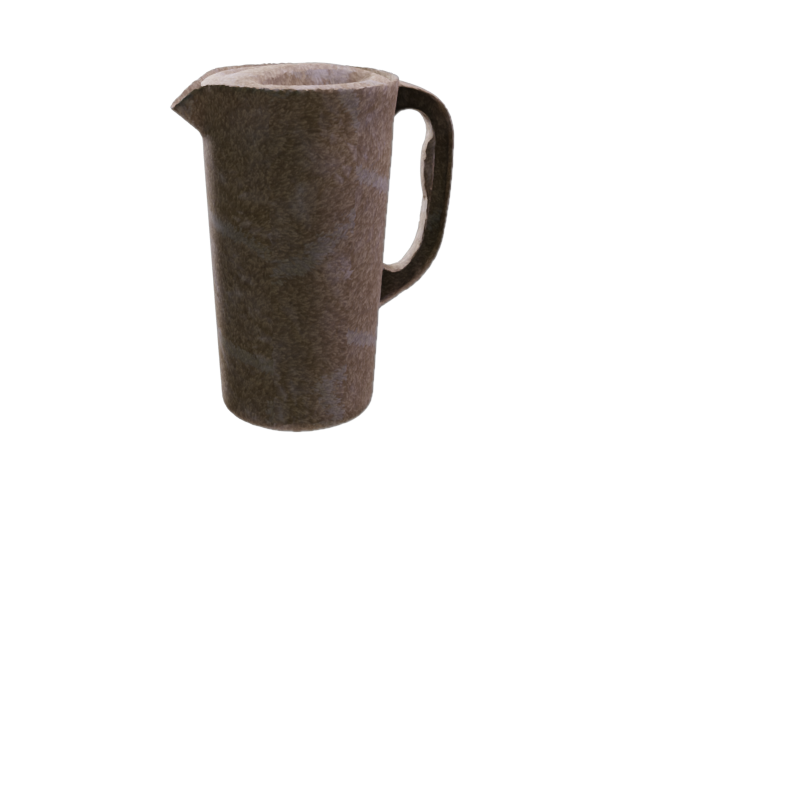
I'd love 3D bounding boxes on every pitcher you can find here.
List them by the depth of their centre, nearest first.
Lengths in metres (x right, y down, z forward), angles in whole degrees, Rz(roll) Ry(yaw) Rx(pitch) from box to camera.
[{"bbox_3d":[-0.060,-0.109,0.761,0.156,0.233,0.144,13,22,31],"label":"pitcher"}]
